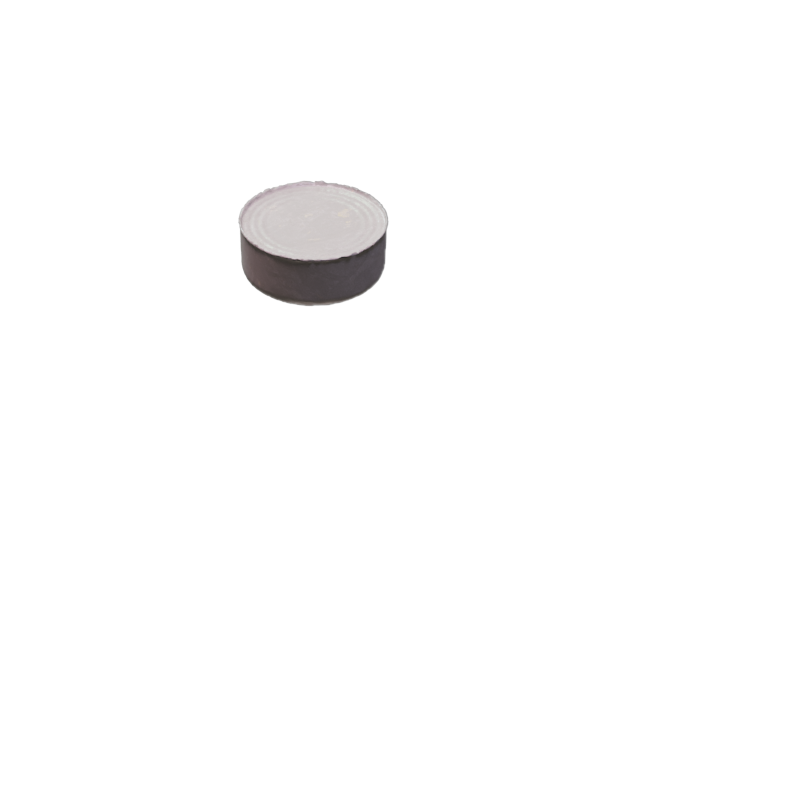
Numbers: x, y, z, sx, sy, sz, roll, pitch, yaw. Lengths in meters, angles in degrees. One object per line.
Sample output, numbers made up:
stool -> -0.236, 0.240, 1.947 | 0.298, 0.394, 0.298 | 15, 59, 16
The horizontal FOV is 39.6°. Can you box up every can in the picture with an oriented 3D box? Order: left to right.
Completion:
can -> -0.050, -0.092, 0.643 | 0.086, 0.031, 0.092 | -1, 38, -2
